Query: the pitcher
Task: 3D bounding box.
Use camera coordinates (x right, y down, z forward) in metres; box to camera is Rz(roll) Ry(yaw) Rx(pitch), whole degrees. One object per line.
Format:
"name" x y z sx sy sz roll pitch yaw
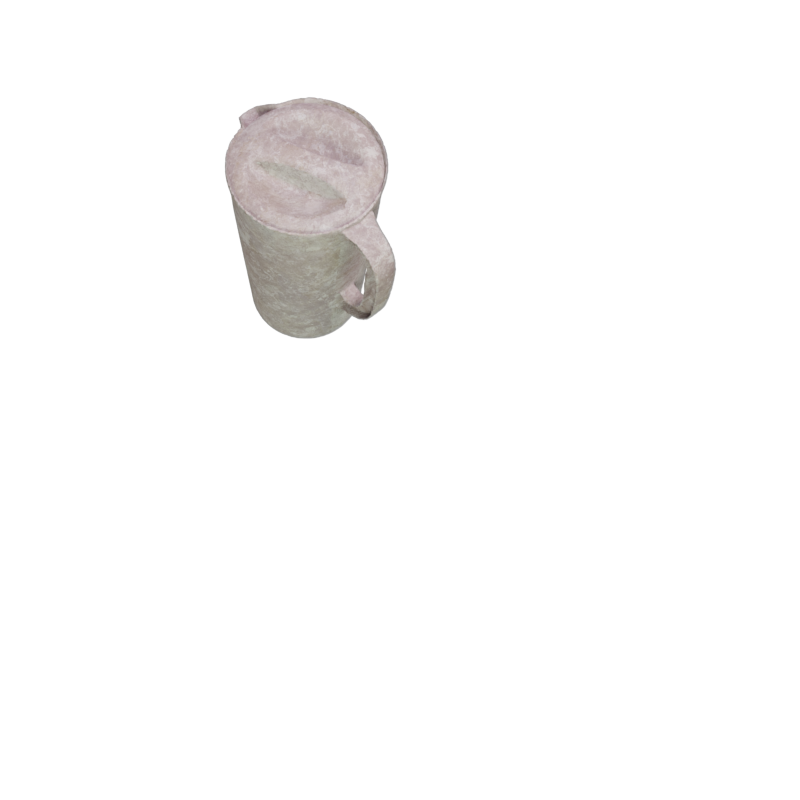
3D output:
"pitcher" -0.078 -0.142 0.993 0.145 0.157 0.230 5 -24 -1
